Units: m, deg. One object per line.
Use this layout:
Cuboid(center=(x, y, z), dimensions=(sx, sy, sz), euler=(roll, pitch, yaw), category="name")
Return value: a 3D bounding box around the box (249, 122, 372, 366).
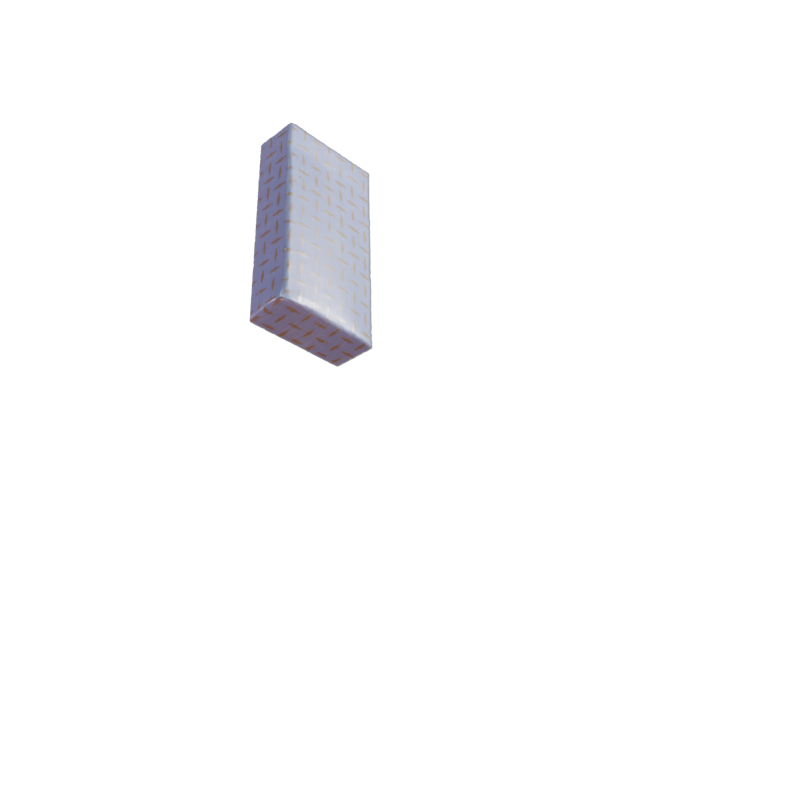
Cuboid(center=(-0.068, -0.124, 0.870), dimensions=(0.087, 0.189, 0.048), euler=(29, -47, -35), category="box")
